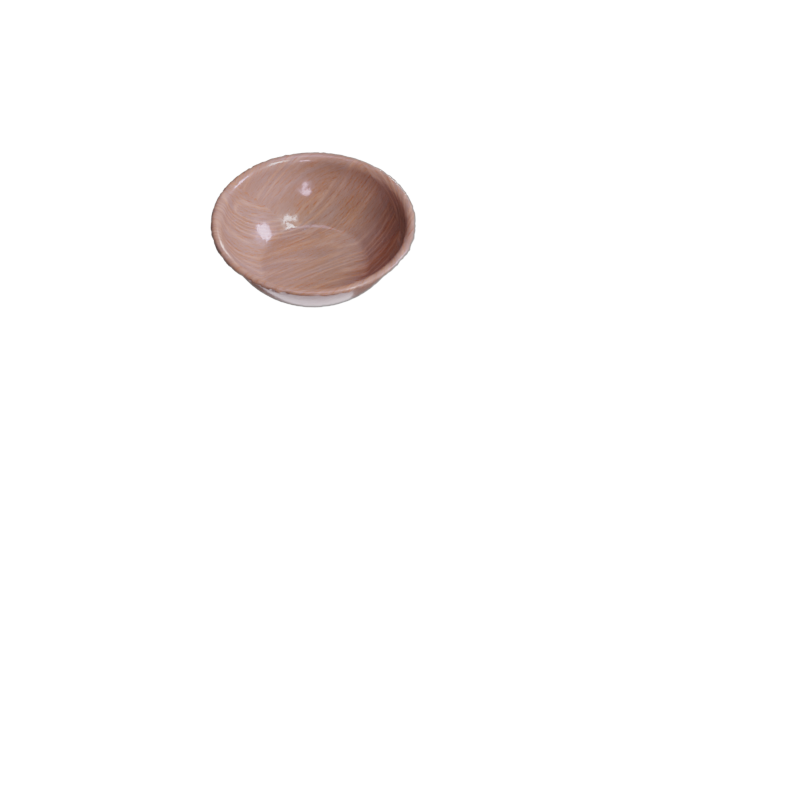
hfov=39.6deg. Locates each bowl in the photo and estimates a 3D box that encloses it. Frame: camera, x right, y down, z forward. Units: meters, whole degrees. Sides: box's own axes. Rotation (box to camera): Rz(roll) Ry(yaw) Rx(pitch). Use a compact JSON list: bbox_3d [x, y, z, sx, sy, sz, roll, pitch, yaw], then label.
[{"bbox_3d":[-0.070,-0.127,0.889,0.162,0.174,0.051,-1,-41,-1],"label":"bowl"}]
